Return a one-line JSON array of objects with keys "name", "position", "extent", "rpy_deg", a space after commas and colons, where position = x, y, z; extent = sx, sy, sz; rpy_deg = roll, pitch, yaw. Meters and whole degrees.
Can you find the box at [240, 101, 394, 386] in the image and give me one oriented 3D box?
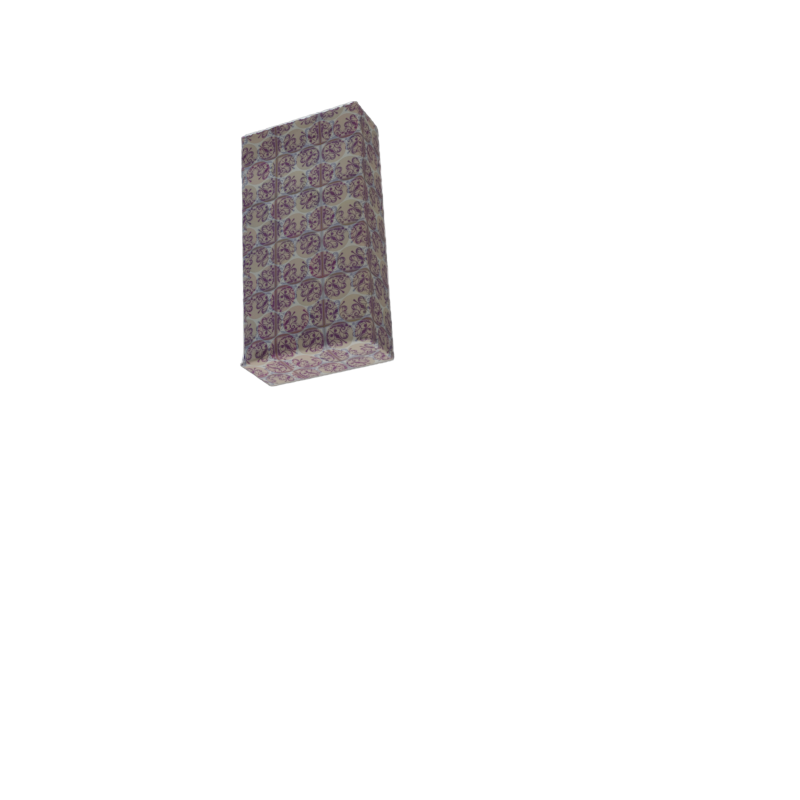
[{"name": "box", "position": [-0.057, -0.105, 0.735], "extent": [0.095, 0.187, 0.044], "rpy_deg": [-13, -30, 21]}]
